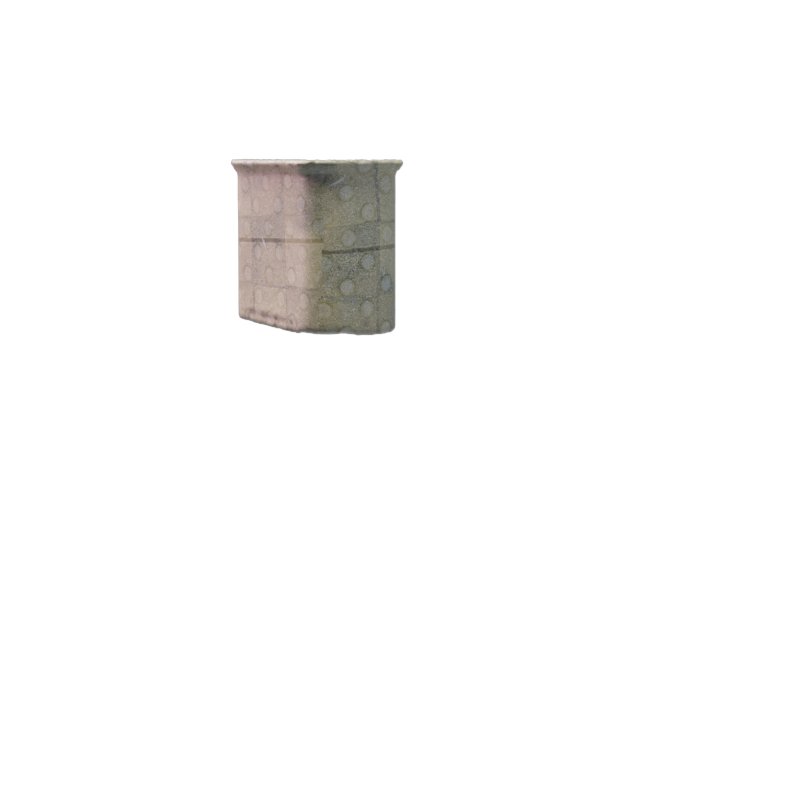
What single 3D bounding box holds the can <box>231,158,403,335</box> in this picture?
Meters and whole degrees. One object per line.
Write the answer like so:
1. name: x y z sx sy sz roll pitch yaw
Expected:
1. can: -0.044 -0.080 0.561 0.056 0.083 0.107 -4 10 -32
